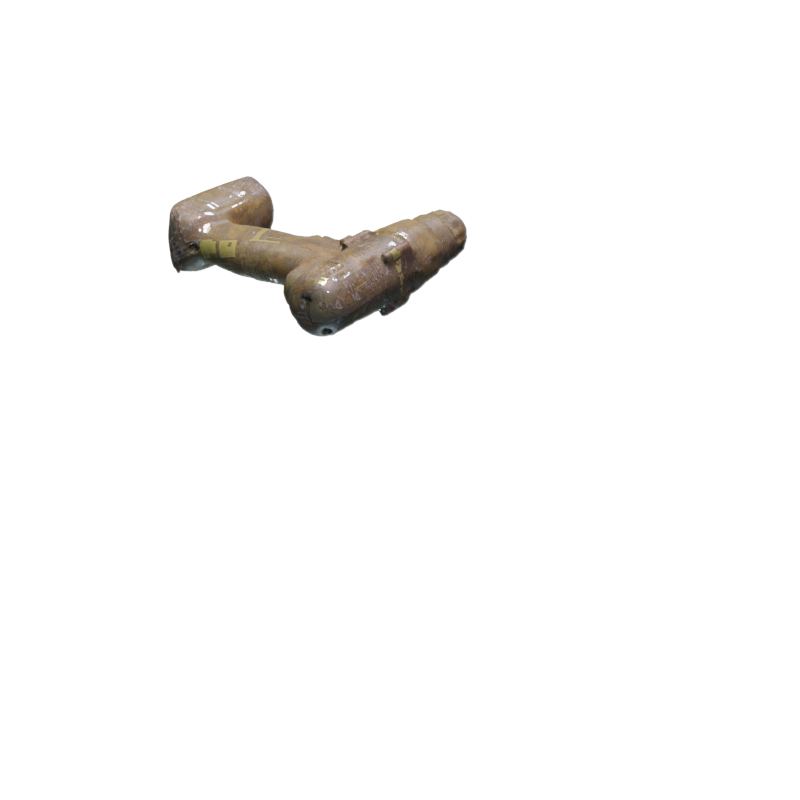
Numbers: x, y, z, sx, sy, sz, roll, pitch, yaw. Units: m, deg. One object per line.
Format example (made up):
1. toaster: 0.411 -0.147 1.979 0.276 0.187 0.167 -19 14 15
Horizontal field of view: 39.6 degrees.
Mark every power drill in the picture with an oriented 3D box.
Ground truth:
1. power drill: -0.065 -0.119 0.831 0.198 0.054 0.184 19 32 32
